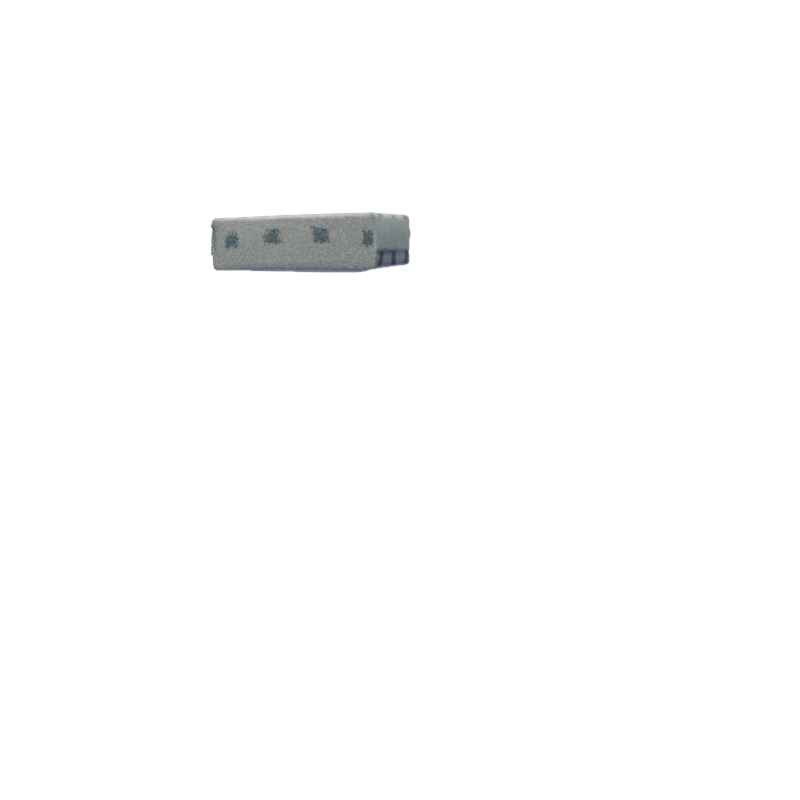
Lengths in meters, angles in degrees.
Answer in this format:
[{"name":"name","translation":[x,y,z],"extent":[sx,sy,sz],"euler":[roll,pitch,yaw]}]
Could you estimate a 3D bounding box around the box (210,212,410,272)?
[{"name":"box","translation":[-0.058,-0.106,0.743],"extent":[0.116,0.038,0.089],"euler":[3,8,17]}]
